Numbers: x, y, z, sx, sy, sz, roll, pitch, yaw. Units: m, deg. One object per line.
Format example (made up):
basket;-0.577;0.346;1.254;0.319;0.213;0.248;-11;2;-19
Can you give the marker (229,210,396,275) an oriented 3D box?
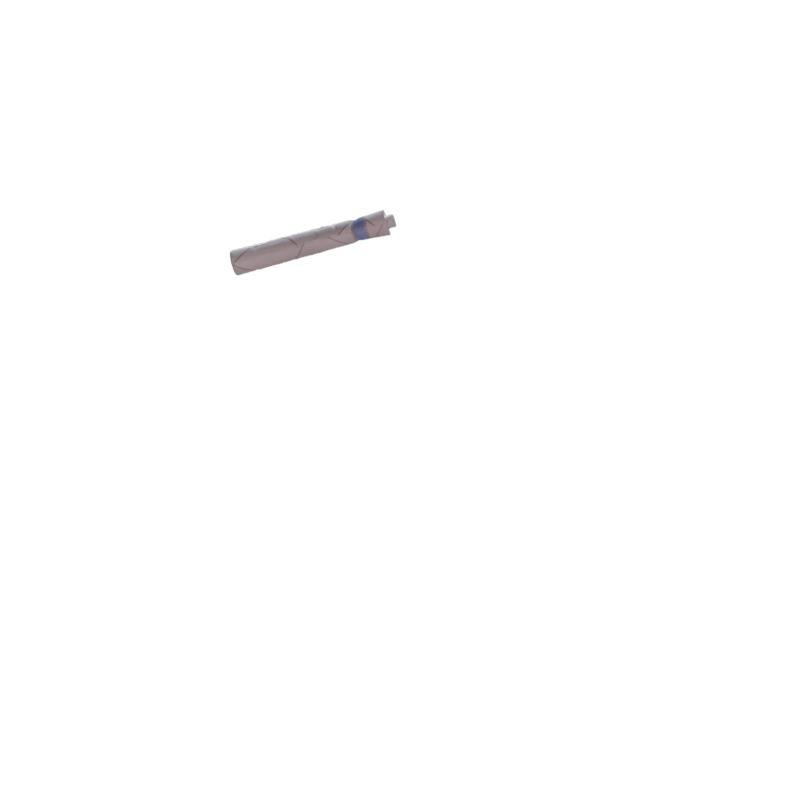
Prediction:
marker;-0.062;-0.114;0.797;0.121;0.020;0.020;-14;3;7
